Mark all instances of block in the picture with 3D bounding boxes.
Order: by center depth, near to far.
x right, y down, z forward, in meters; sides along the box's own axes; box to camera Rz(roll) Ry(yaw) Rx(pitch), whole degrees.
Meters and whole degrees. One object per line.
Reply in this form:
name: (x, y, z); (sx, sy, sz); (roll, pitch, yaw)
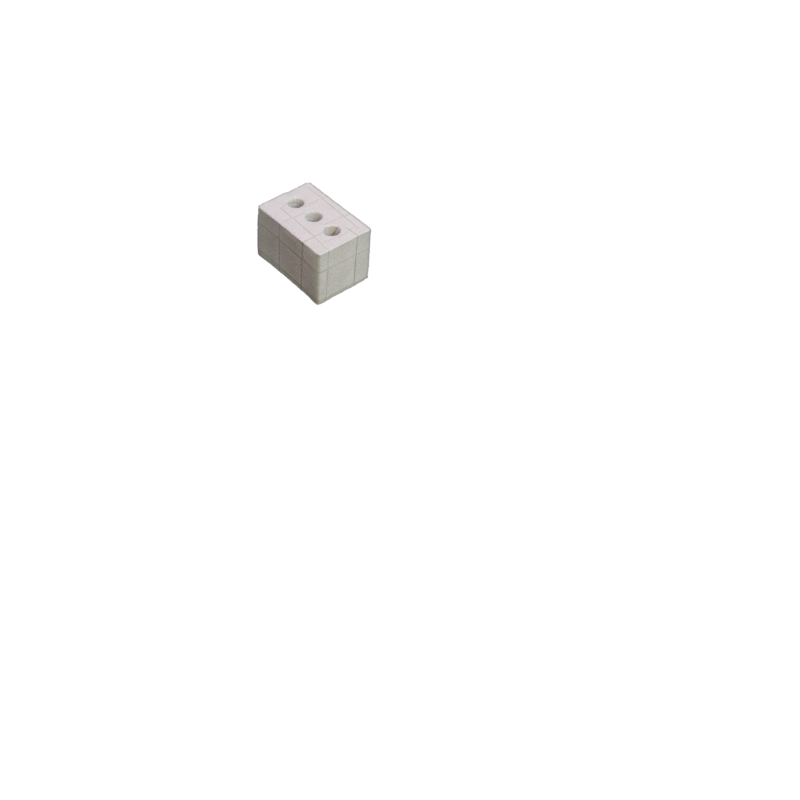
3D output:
block: (-0.067, -0.121, 0.850); (0.053, 0.048, 0.084); (-29, 51, -29)
